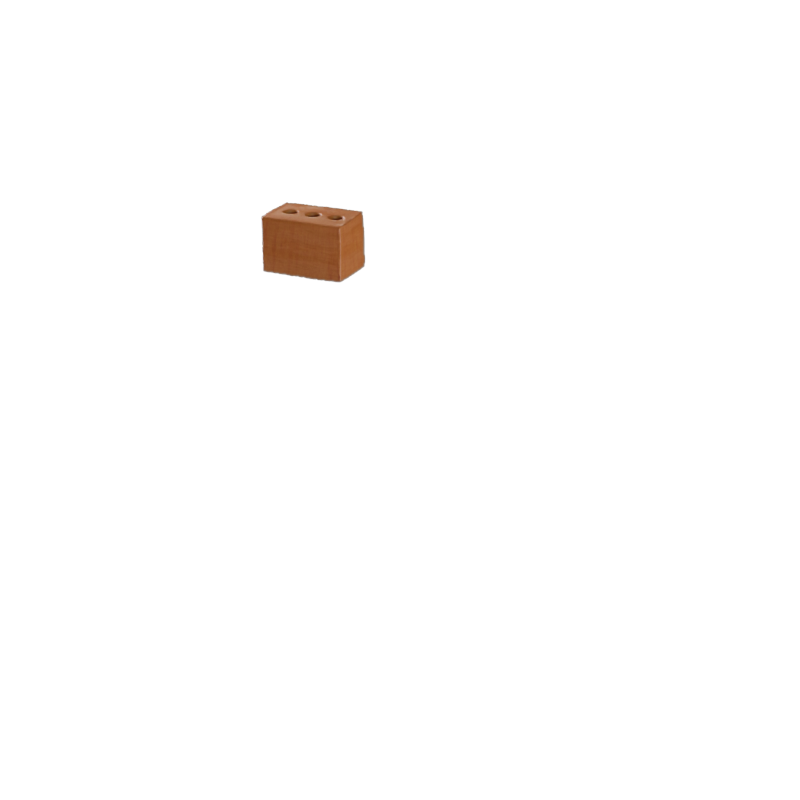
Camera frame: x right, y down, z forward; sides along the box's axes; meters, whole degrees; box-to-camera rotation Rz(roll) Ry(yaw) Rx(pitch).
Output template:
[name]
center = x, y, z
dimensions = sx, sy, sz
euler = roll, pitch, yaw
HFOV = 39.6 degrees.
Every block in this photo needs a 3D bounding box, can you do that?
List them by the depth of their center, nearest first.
[block]
center = -0.076, -0.138, 0.969
dimensions = 0.081, 0.049, 0.053
euler = 10, 23, 21
